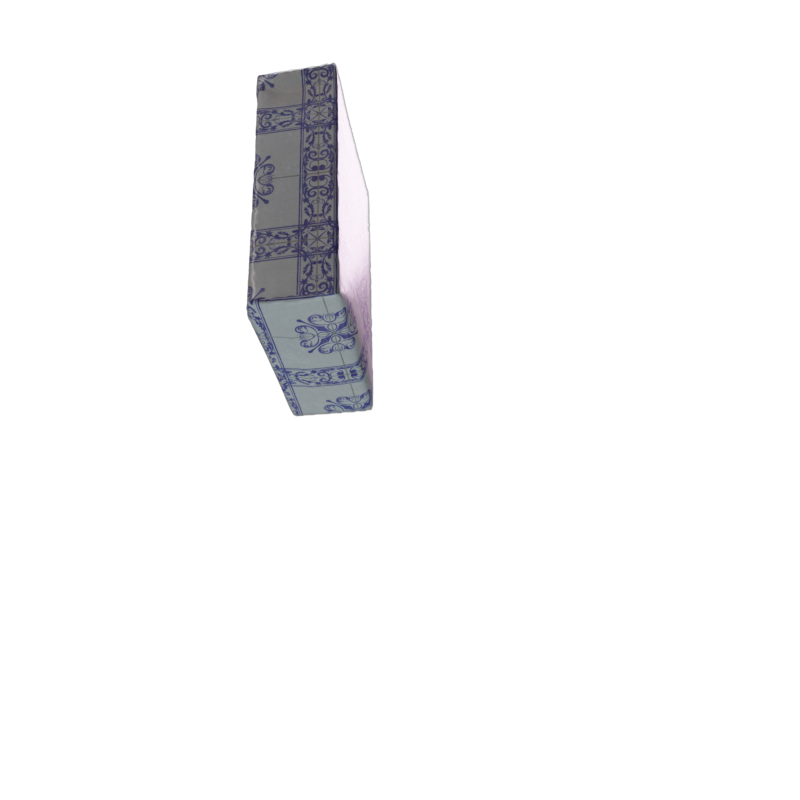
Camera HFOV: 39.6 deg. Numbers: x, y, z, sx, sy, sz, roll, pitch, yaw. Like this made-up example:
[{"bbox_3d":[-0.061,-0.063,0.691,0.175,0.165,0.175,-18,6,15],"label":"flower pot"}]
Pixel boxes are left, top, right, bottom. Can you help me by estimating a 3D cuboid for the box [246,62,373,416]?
[{"bbox_3d":[-0.066,-0.120,0.842,0.072,0.228,0.152,-6,-33,6],"label":"box"}]
